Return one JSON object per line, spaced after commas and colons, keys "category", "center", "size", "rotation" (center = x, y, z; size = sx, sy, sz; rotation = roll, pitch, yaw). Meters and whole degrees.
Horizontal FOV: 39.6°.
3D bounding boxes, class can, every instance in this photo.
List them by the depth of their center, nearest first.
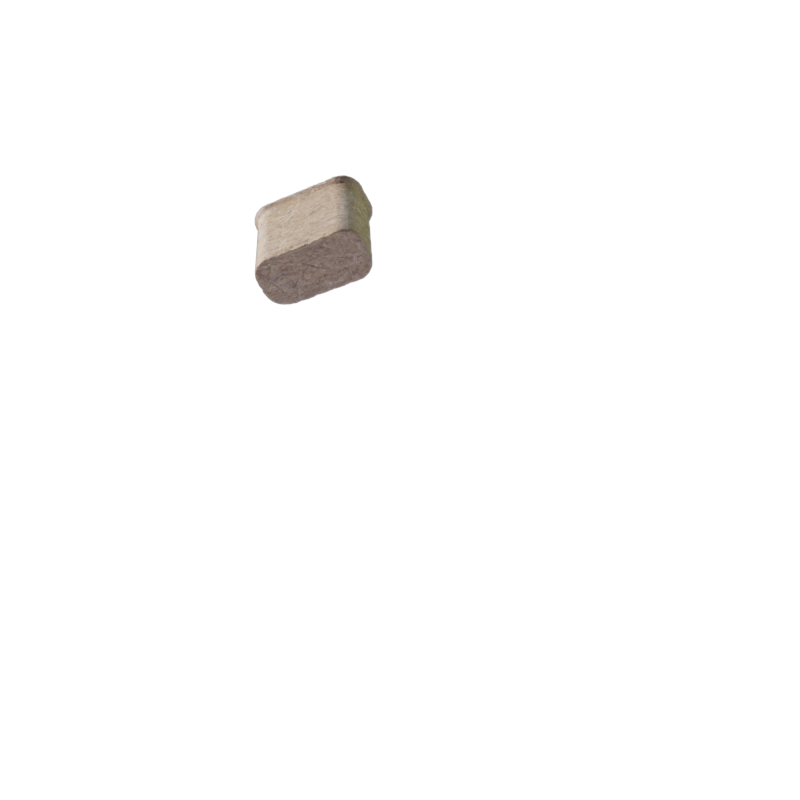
{"category": "can", "center": [-0.073, -0.134, 0.940], "size": [0.102, 0.053, 0.090], "rotation": [-20, 37, 13]}
